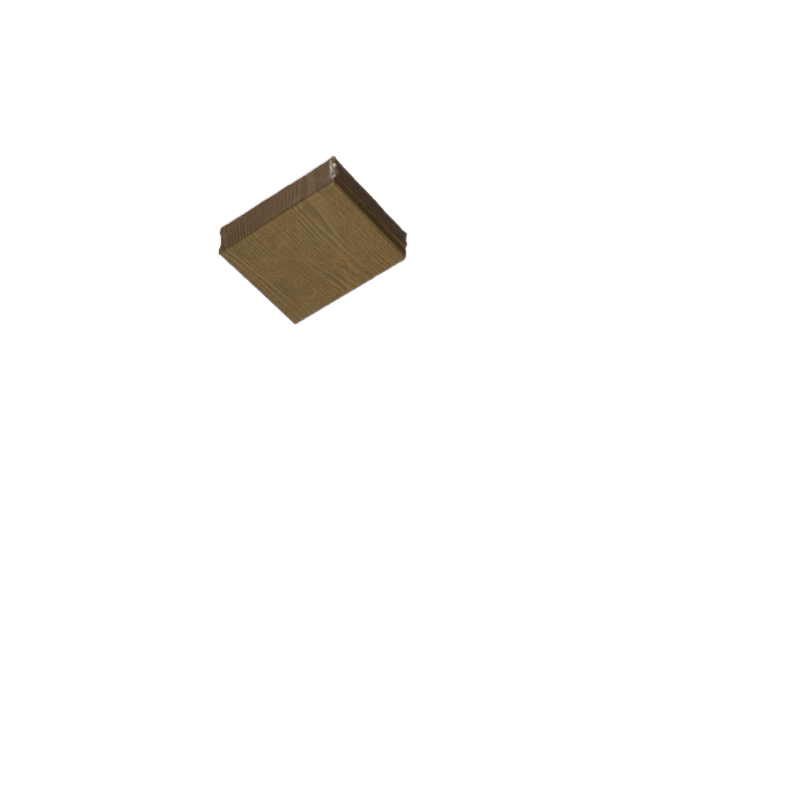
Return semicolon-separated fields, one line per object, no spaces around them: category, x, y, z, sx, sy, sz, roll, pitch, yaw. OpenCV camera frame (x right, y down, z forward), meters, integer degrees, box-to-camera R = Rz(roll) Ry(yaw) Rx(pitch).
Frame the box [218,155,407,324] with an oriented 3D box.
box;-0.052;-0.095;0.662;0.089;0.032;0.068;-30;-54;23
